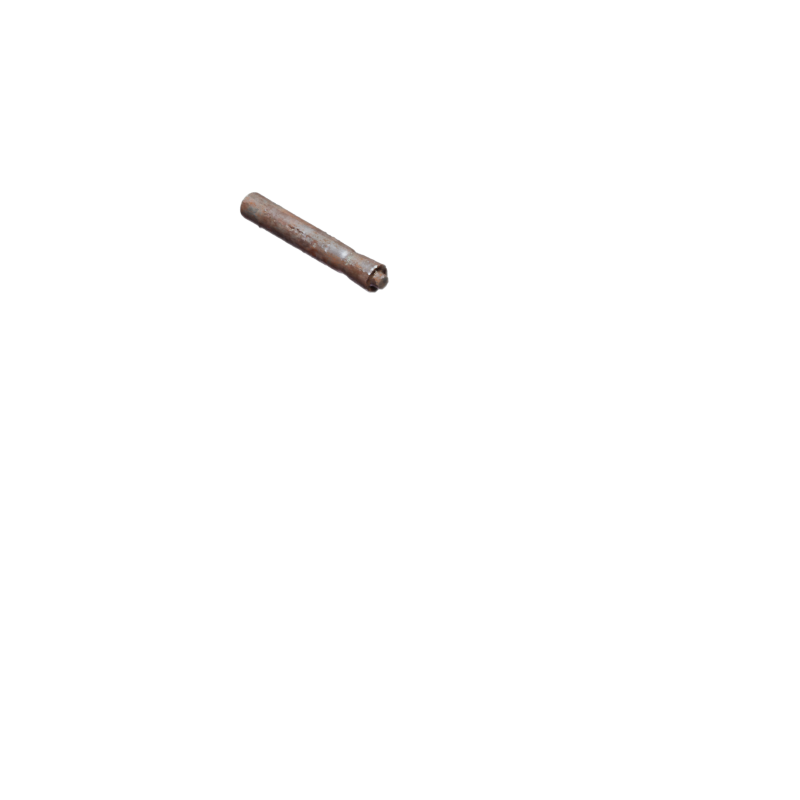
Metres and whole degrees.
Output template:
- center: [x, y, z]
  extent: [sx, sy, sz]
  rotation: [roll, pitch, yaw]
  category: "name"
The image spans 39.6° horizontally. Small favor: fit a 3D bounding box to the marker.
- center: [-0.054, -0.098, 0.688]
  extent: [0.129, 0.019, 0.019]
  rotation: [34, 24, 35]
  category: "marker"
